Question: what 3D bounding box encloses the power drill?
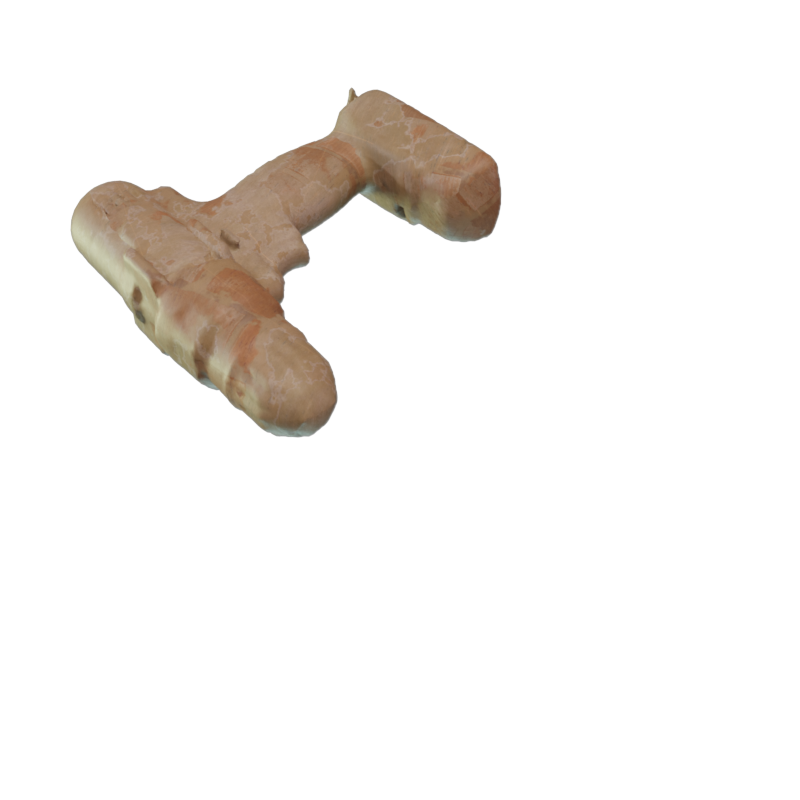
[{"bbox_3d":[-0.042,-0.077,0.539,0.187,0.053,0.198,-29,51,-28],"label":"power drill"}]
